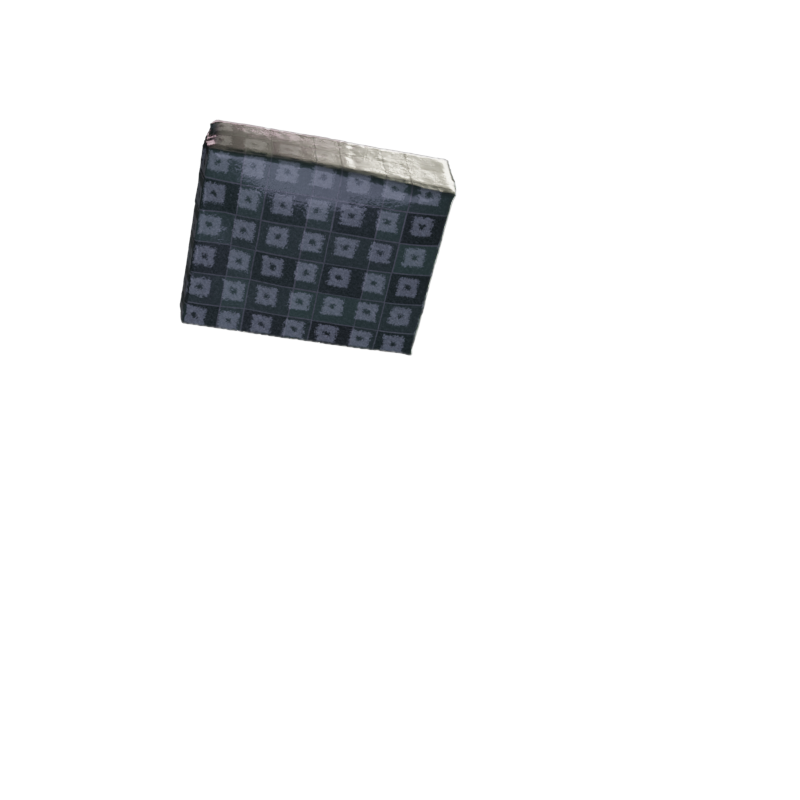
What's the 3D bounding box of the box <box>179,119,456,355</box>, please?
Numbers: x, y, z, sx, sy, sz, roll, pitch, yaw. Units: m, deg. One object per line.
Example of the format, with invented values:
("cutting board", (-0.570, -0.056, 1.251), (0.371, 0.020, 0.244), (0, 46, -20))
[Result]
("box", (-0.040, -0.073, 0.508), (0.112, 0.085, 0.041), (10, 29, -6))
